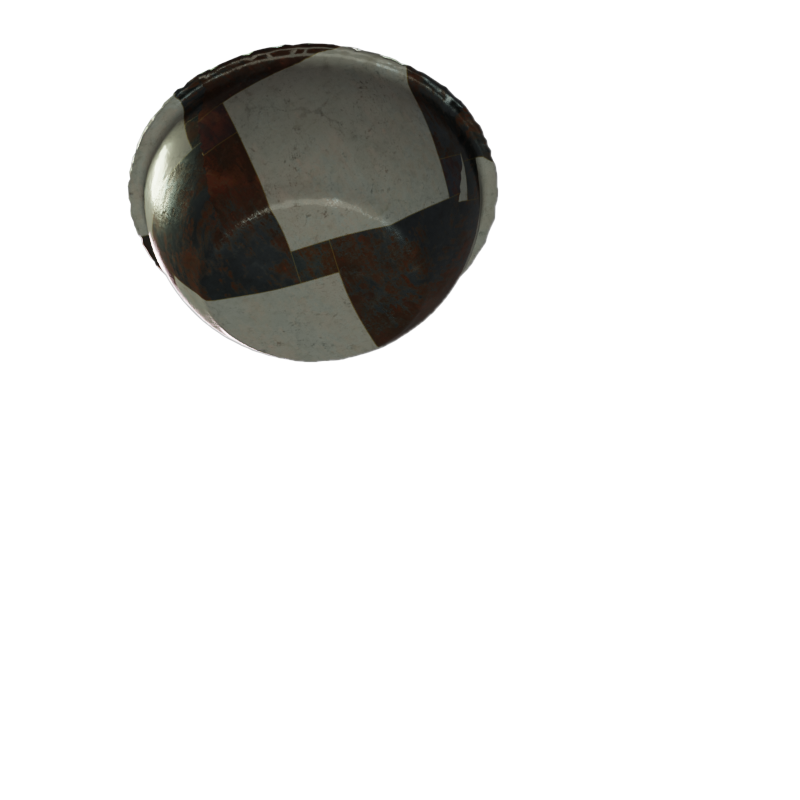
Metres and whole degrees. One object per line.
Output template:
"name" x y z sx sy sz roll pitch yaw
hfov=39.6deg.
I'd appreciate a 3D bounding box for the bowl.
"bowl" -0.037 -0.067 0.468 0.162 0.059 0.151 1 -45 -1
